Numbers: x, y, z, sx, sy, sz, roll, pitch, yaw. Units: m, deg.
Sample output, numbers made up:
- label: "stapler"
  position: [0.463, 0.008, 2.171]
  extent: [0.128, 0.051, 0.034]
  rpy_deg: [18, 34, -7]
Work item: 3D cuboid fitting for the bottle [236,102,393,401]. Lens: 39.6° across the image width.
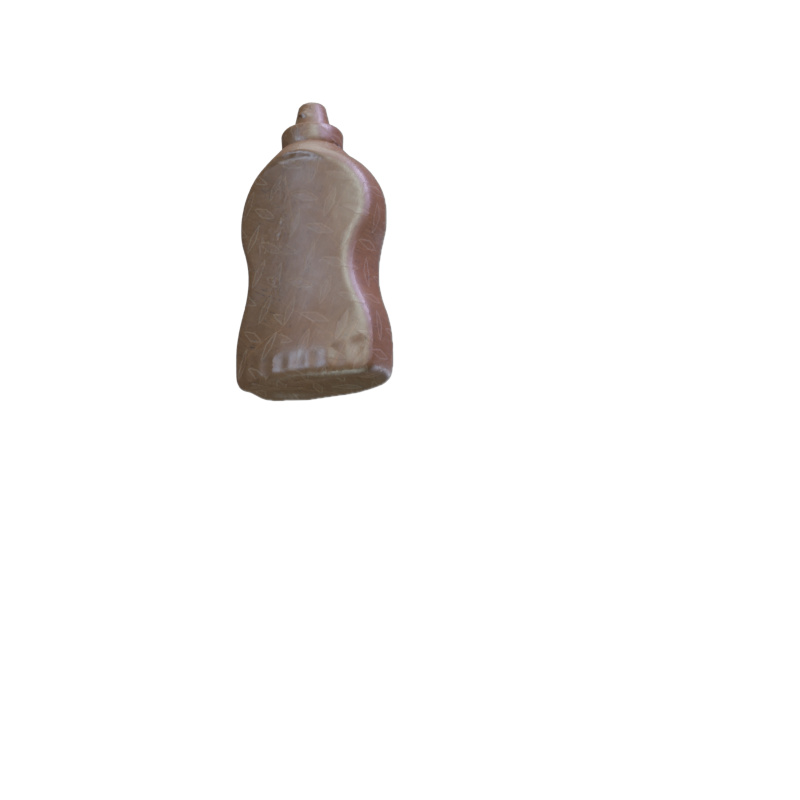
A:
- label: "bottle"
  position: [-0.055, -0.100, 0.702]
  extent: [0.098, 0.201, 0.054]
  rpy_deg: [-12, -23, 27]
